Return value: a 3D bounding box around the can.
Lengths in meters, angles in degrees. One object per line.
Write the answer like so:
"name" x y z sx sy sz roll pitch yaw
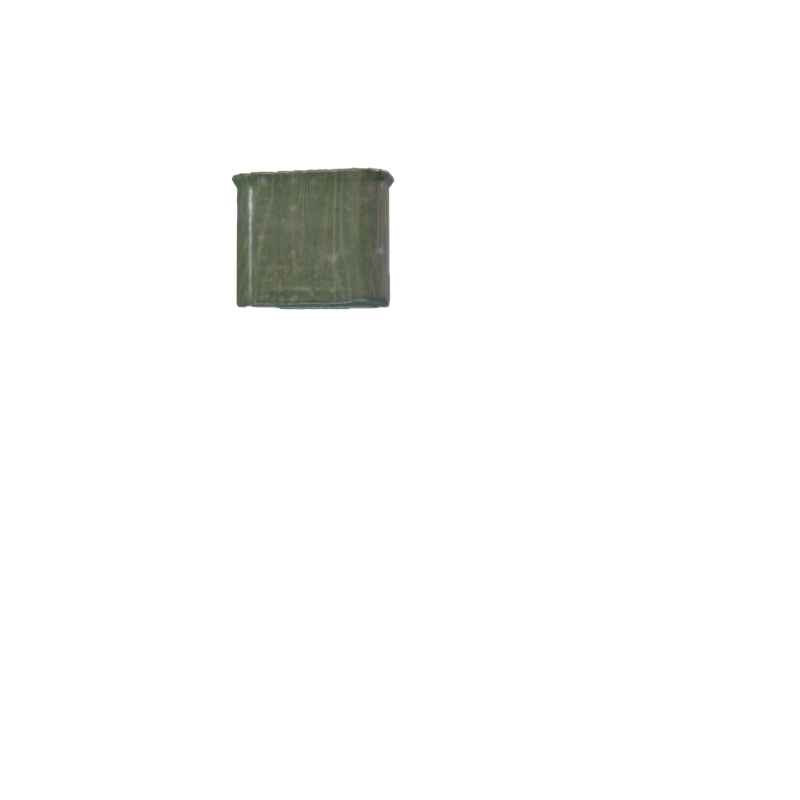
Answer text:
"can" -0.056 -0.101 0.707 0.103 0.085 0.056 -1 -4 10
